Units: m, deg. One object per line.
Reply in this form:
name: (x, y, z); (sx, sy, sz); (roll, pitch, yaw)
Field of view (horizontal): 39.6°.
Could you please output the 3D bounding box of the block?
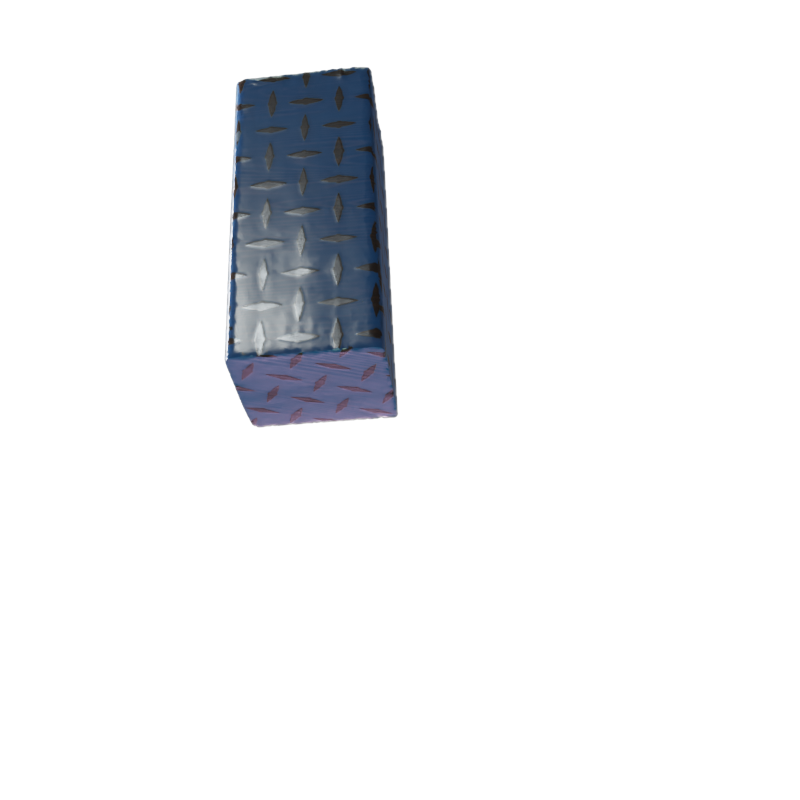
block: (-0.054, -0.099, 0.691); (0.091, 0.220, 0.084); (-5, -32, 5)
